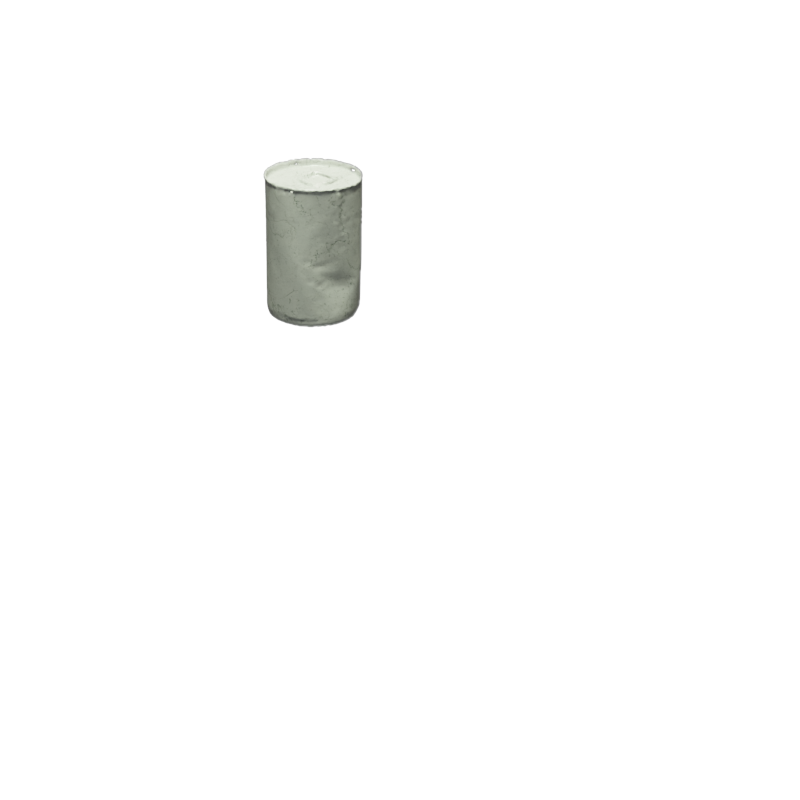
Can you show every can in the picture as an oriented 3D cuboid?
[{"bbox_3d":[-0.061,-0.111,0.777,0.068,0.097,0.072,0,25,-2],"label":"can"}]
